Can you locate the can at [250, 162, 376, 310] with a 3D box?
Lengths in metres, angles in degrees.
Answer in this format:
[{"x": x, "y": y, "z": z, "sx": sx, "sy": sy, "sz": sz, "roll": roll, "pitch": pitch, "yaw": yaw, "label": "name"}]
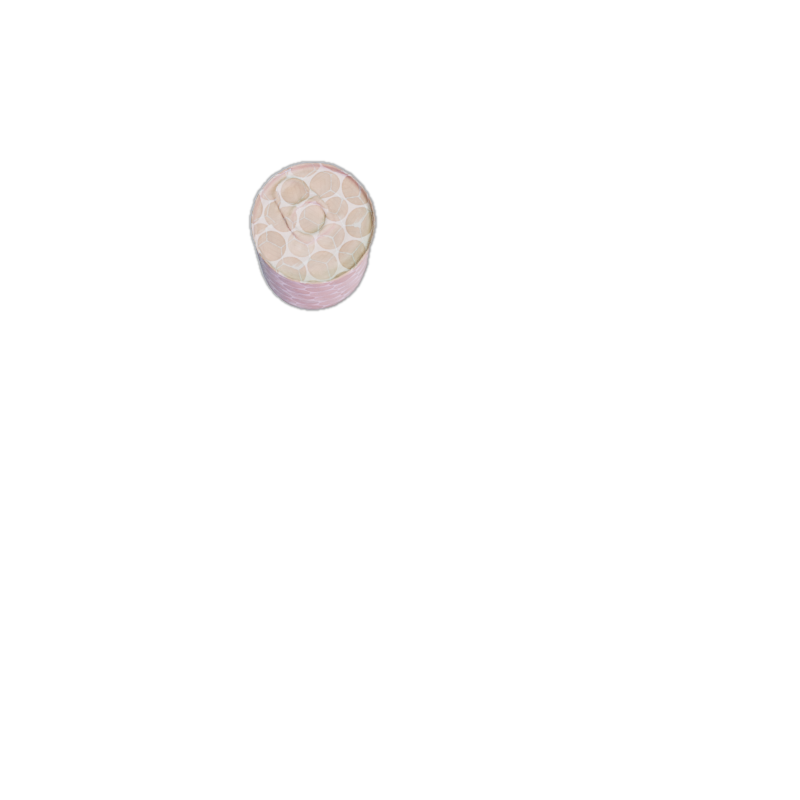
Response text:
[{"x": -0.051, "y": -0.092, "z": 0.645, "sx": 0.068, "sy": 0.070, "sz": 0.100, "roll": 0, "pitch": -7, "yaw": -3, "label": "can"}]
